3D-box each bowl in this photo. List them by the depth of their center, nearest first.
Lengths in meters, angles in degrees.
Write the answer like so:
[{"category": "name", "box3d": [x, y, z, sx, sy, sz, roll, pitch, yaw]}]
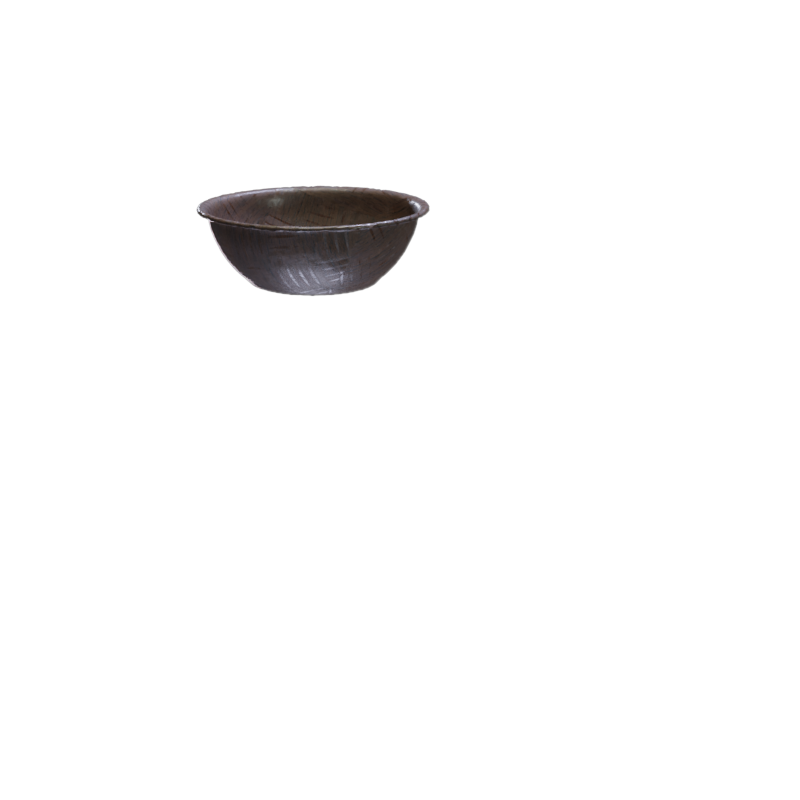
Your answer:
[{"category": "bowl", "box3d": [-0.061, -0.110, 0.774, 0.162, 0.053, 0.169, -1, 19, -2]}]
